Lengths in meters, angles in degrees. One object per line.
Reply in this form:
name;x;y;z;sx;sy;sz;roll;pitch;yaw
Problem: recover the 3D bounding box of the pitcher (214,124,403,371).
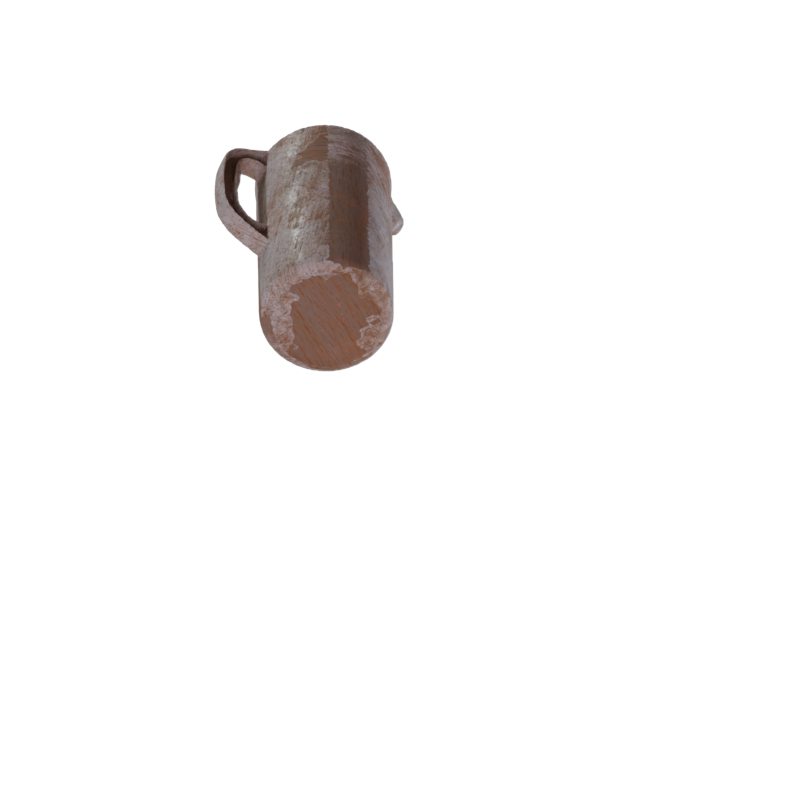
pitcher;-0.076;-0.139;0.975;0.150;0.135;0.259;-16;34;7
